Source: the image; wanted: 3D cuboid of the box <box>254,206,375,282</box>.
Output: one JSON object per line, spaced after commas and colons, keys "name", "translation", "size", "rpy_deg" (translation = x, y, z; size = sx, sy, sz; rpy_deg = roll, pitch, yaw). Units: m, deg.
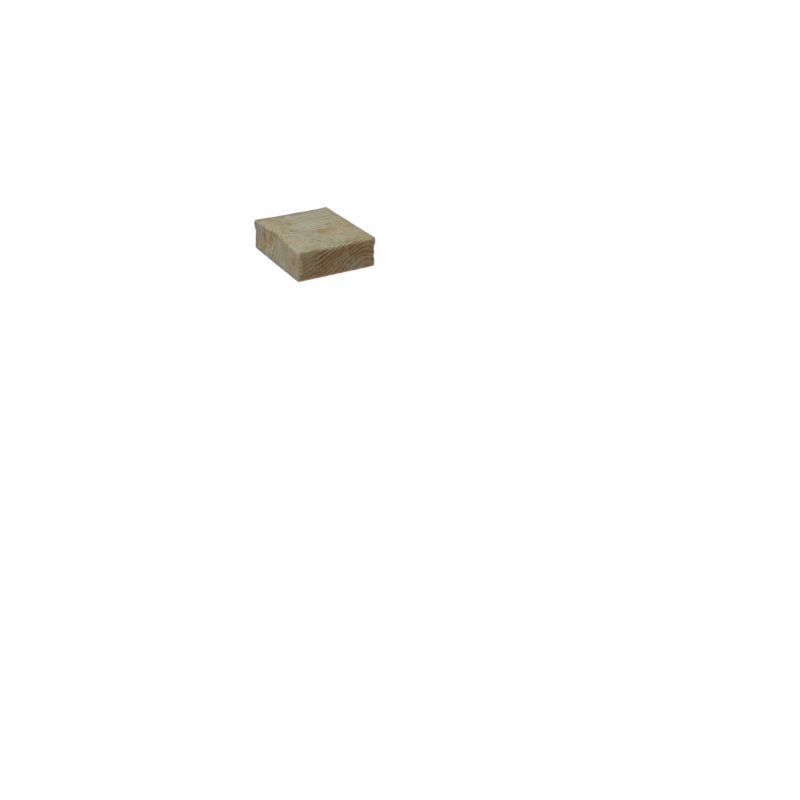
{"name": "box", "translation": [-0.074, -0.136, 0.950], "size": [0.072, 0.029, 0.096], "rpy_deg": [-14, 31, -26]}
